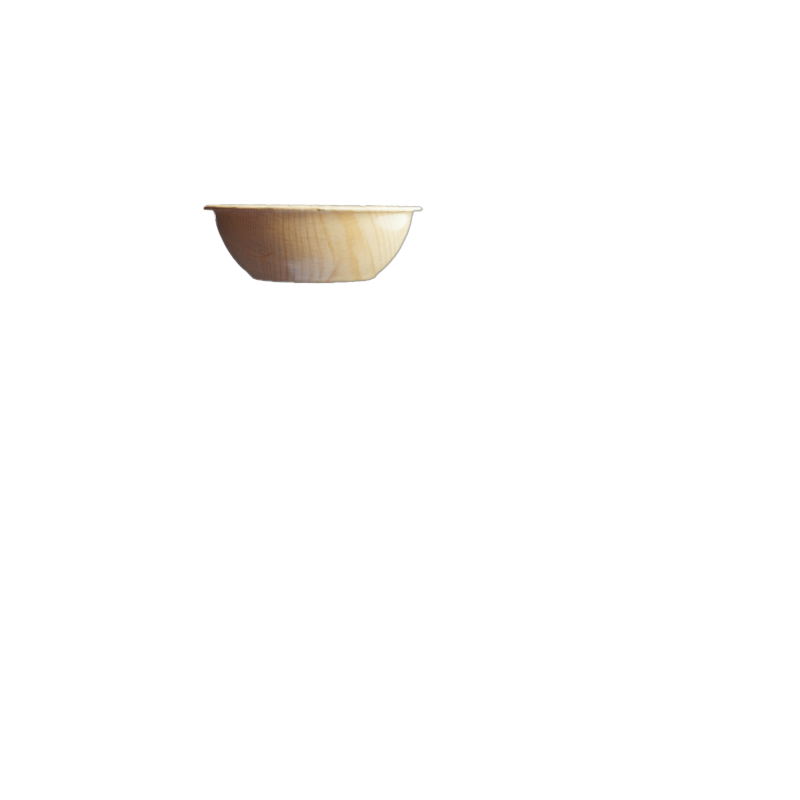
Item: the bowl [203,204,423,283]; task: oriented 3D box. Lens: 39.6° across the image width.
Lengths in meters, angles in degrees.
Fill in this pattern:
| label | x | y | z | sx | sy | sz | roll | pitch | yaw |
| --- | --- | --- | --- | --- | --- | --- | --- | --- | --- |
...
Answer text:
| label | x | y | z | sx | sy | sz | roll | pitch | yaw |
| --- | --- | --- | --- | --- | --- | --- | --- | --- | --- |
| bowl | -0.064 | -0.117 | 0.820 | 0.162 | 0.054 | 0.165 | 0 | 9 | -2 |
